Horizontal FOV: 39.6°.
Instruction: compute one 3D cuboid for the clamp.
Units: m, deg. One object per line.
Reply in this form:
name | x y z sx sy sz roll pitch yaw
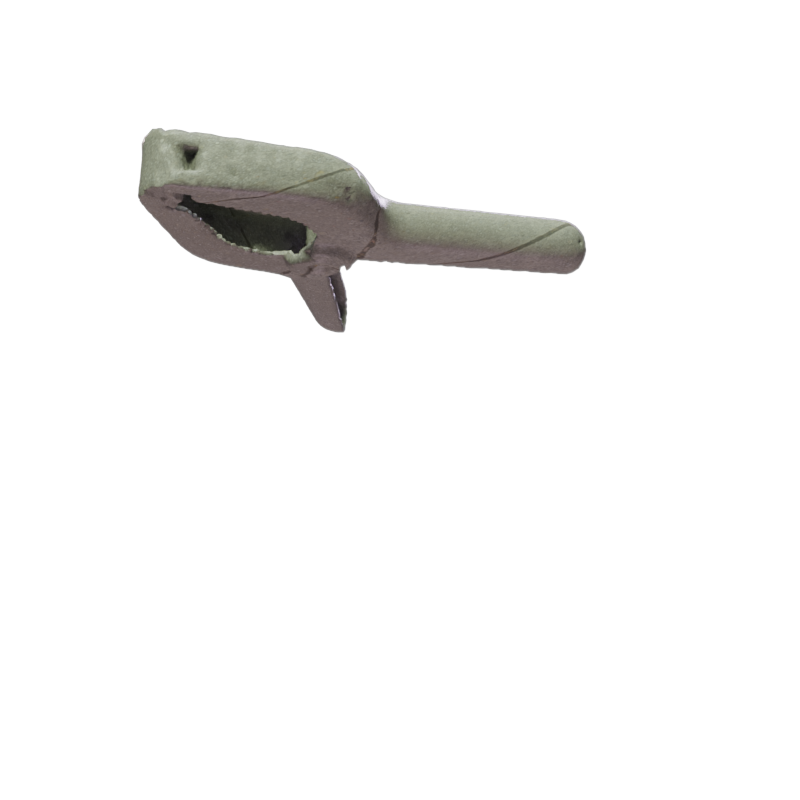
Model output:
clamp | -0.041 -0.074 0.519 0.199 0.038 0.166 13 -20 -39
